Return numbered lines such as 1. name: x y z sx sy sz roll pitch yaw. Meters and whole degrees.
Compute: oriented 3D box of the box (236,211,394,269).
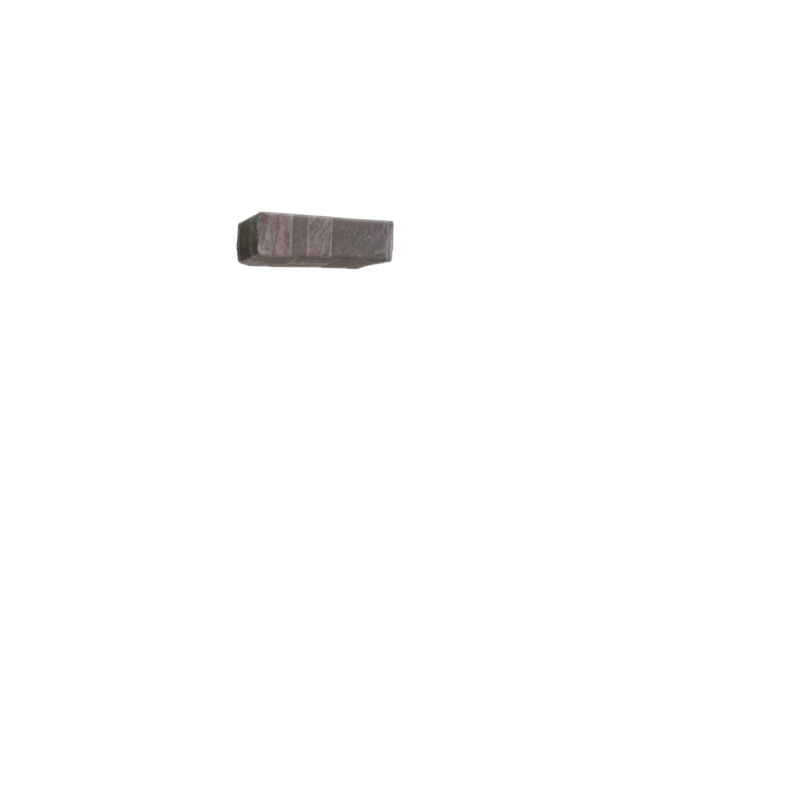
1. box: -0.071 -0.130 0.912 0.111 0.039 0.091 0 1 -17
